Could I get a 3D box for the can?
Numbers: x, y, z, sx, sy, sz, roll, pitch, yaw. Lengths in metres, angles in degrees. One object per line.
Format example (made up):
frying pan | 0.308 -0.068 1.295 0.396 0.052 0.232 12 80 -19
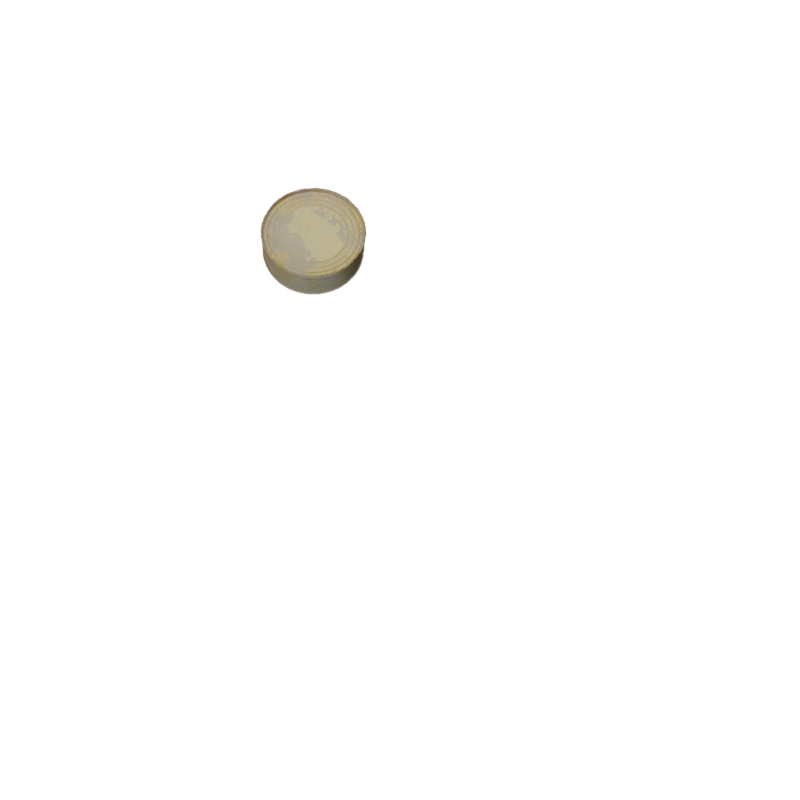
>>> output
can | -0.071 -0.130 0.913 0.086 0.091 0.031 -1 -30 -1
